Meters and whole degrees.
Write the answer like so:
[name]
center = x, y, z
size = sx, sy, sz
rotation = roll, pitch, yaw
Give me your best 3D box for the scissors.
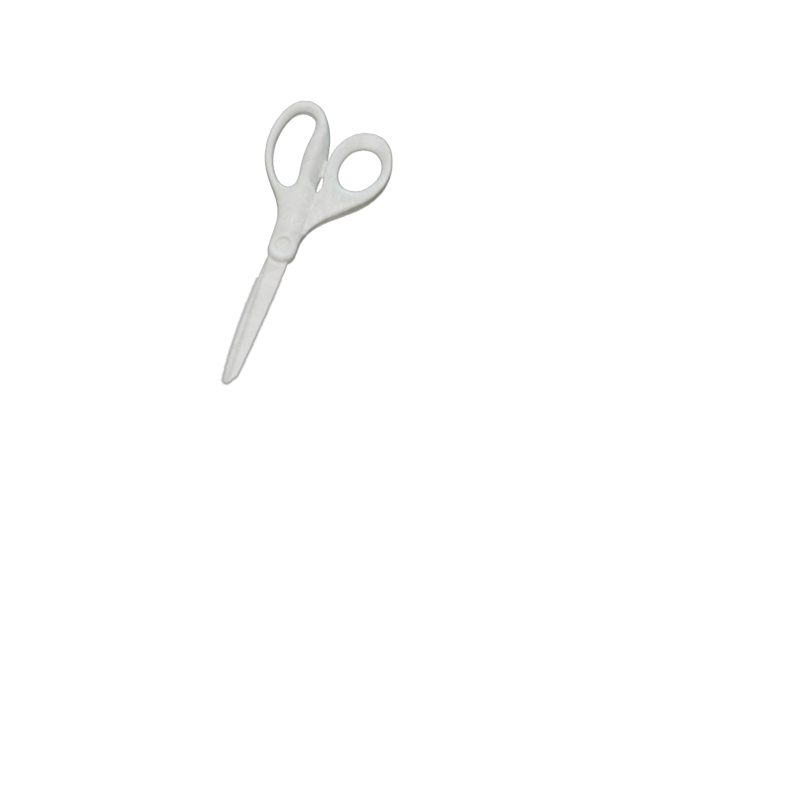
[scissors]
center = -0.057, -0.104, 0.732
size = 0.096, 0.211, 0.015
rotation = 4, -20, 1
